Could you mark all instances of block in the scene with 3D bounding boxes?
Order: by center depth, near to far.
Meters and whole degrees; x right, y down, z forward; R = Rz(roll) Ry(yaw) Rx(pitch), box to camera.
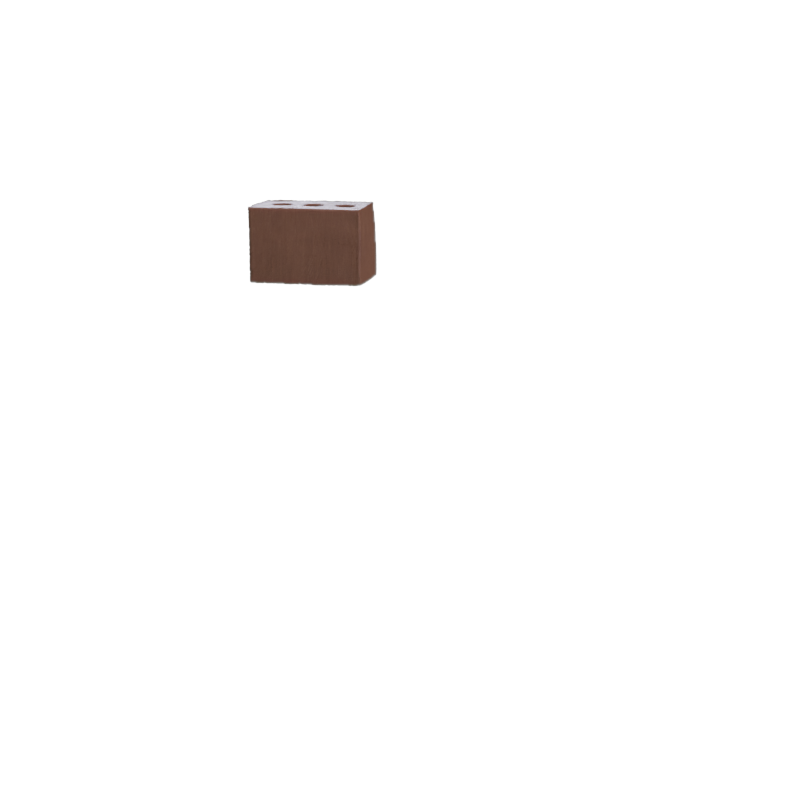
[{"bbox_3d":[-0.058,-0.106,0.744,0.079,0.050,0.053,3,11,11],"label":"block"}]
